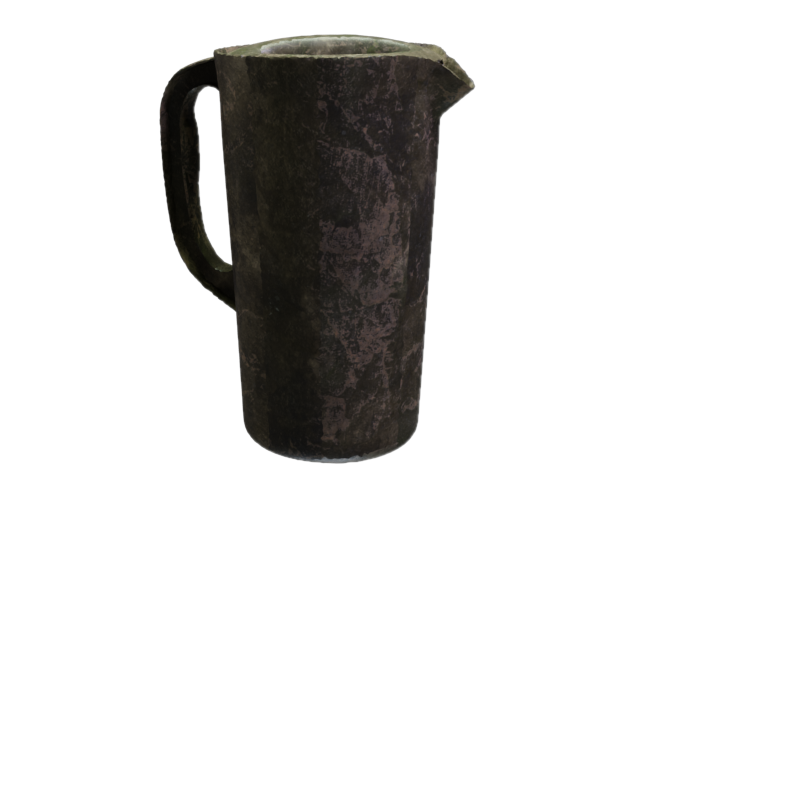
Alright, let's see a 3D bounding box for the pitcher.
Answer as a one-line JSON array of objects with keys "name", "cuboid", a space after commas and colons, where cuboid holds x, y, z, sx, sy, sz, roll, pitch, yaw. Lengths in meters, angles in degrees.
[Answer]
[{"name": "pitcher", "cuboid": [-0.052, -0.094, 0.661, 0.141, 0.235, 0.158, -8, 18, -28]}]
